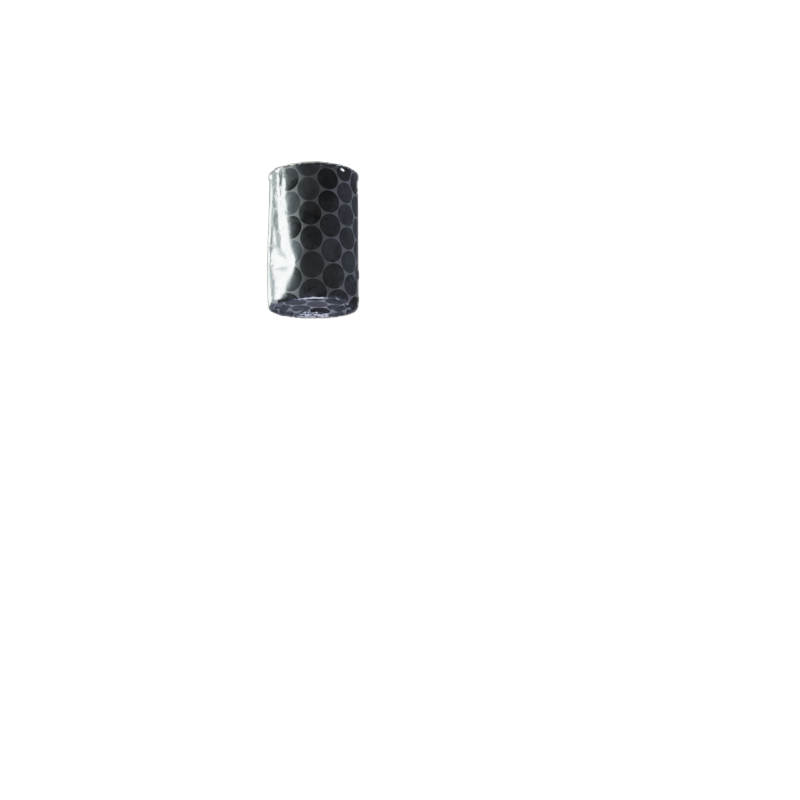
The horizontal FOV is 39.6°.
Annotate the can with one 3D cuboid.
[{"bbox_3d":[-0.064,-0.116,0.816,0.068,0.106,0.066,0,-14,-2],"label":"can"}]
